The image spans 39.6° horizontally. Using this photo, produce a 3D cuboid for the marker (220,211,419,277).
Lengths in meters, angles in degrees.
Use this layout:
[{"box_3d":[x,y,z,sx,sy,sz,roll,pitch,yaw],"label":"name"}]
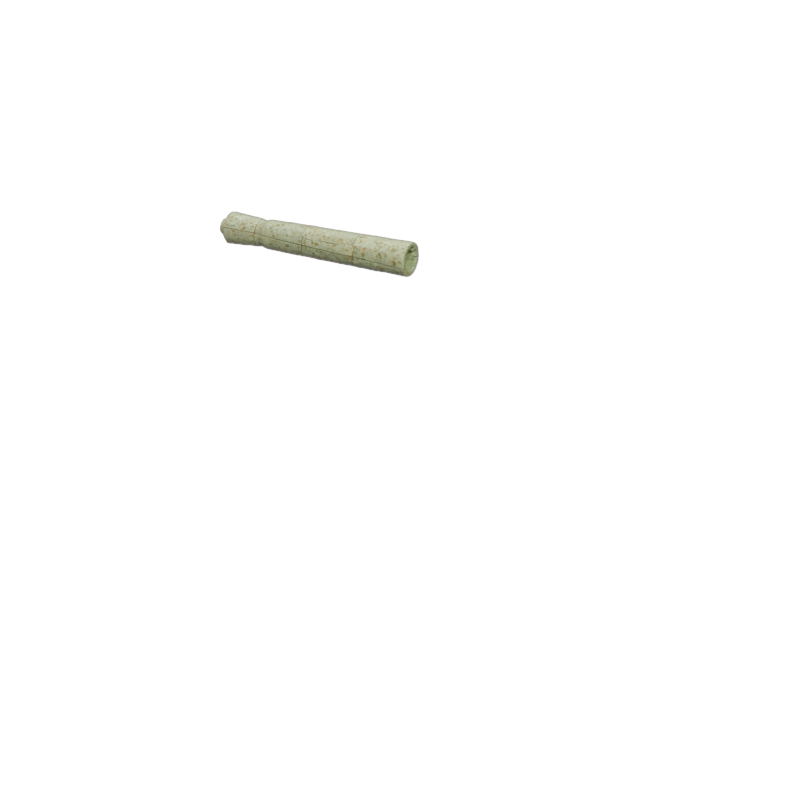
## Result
[{"box_3d":[-0.048,-0.087,0.610,0.126,0.019,0.019,14,10,29],"label":"marker"}]
